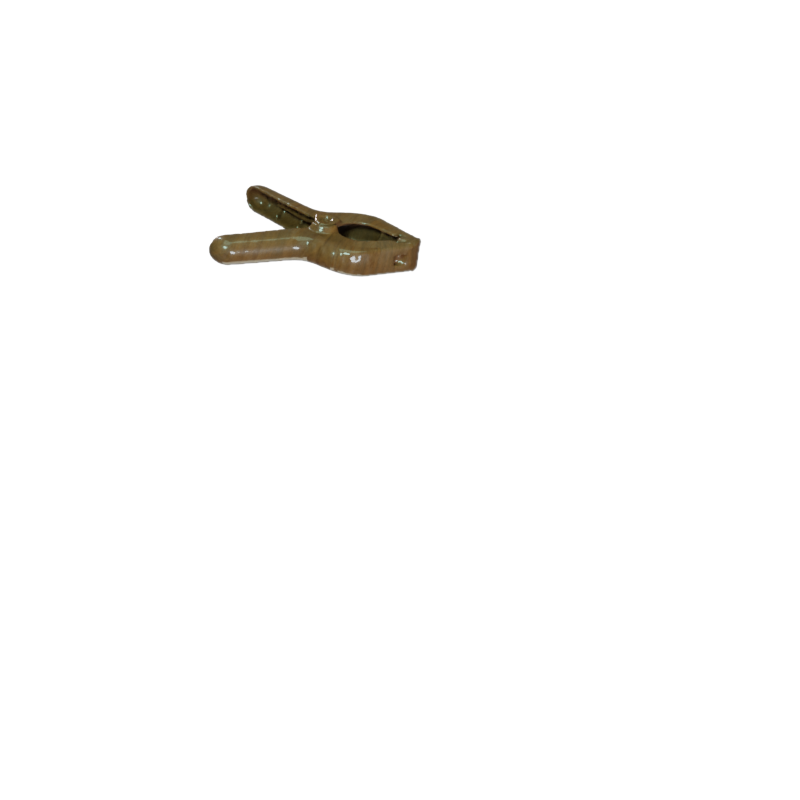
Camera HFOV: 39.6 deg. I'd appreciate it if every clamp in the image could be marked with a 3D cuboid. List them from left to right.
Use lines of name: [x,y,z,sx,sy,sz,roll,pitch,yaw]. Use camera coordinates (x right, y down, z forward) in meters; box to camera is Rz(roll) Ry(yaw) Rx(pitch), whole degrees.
clamp: [-0.073,-0.133,0.929,0.177,0.037,0.125,14,41,16]
